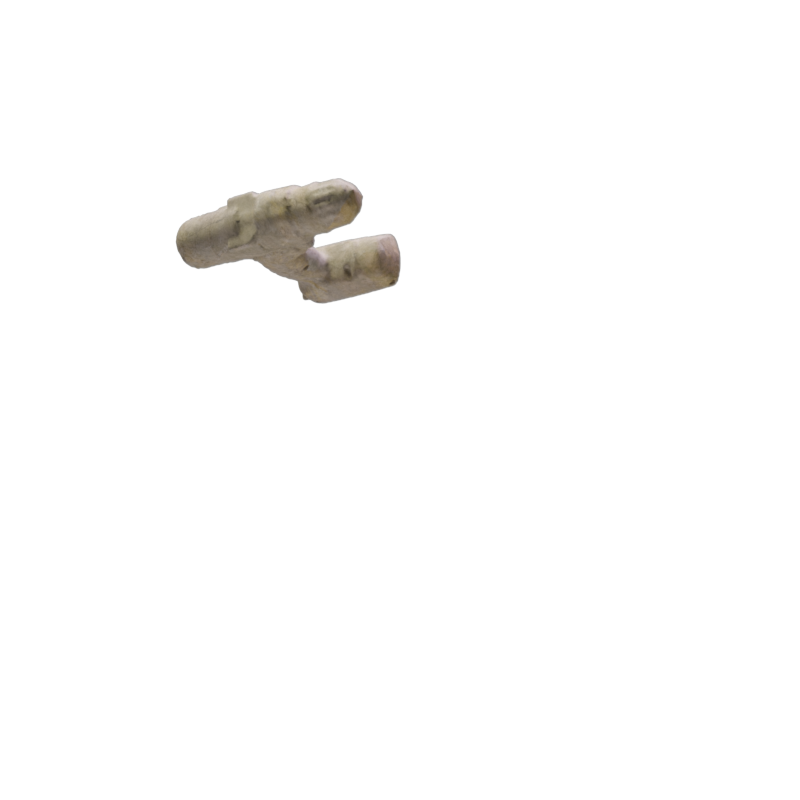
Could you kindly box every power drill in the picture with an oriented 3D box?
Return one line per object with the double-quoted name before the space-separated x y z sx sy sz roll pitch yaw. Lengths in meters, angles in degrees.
"power drill" -0.078 -0.142 0.992 0.189 0.060 0.176 -8 -15 32
